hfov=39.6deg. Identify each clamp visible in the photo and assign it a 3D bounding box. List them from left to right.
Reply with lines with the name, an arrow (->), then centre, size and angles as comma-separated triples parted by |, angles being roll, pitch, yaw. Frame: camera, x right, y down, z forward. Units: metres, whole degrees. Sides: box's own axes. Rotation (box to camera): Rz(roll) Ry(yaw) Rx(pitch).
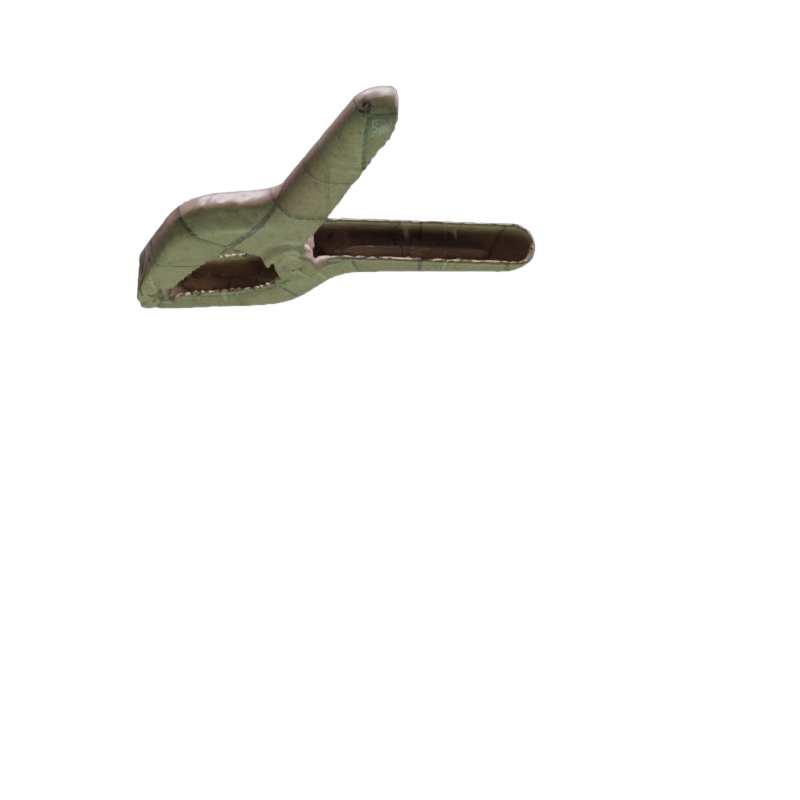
clamp -> -0.045, -0.082, 0.575 | 0.213, 0.038, 0.153 | -16, -28, 33
